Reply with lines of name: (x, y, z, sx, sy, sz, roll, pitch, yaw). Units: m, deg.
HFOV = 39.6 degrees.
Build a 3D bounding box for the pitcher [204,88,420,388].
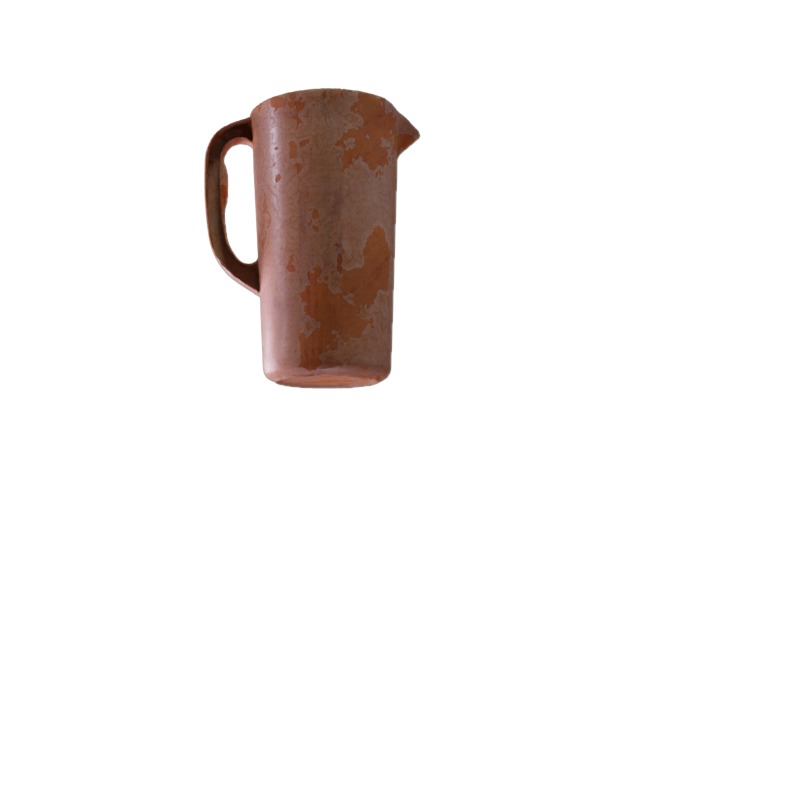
pitcher: (-0.075, -0.136, 0.954, 0.153, 0.251, 0.137, -11, -16, 41)
